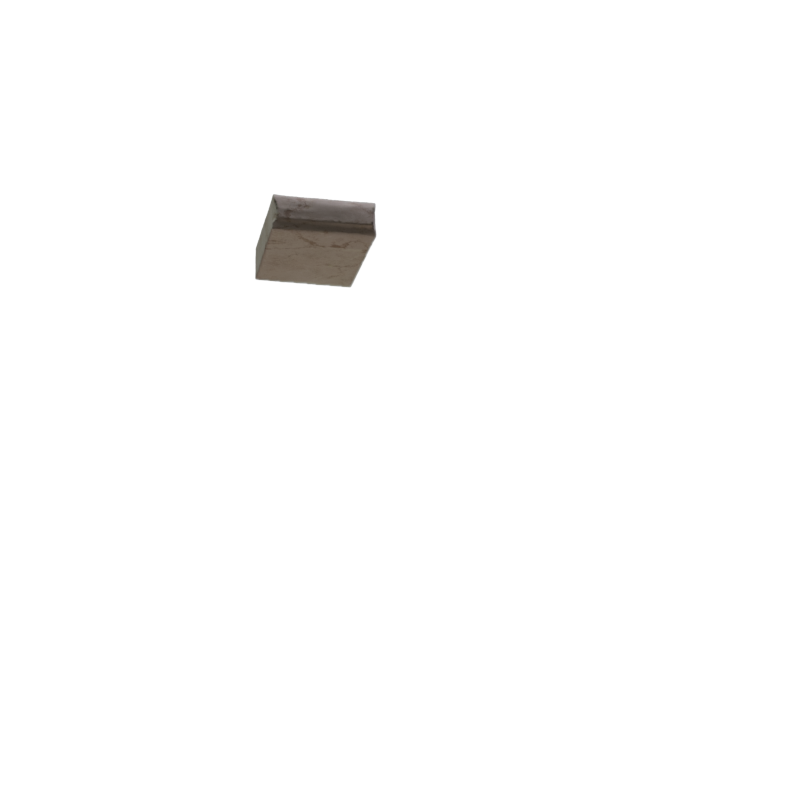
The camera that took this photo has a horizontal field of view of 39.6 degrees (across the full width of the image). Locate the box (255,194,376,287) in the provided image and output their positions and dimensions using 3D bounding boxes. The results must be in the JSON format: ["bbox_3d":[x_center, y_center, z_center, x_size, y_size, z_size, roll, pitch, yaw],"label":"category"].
[{"bbox_3d":[-0.062,-0.112,0.786,0.072,0.032,0.086,4,-21,-12],"label":"box"}]
